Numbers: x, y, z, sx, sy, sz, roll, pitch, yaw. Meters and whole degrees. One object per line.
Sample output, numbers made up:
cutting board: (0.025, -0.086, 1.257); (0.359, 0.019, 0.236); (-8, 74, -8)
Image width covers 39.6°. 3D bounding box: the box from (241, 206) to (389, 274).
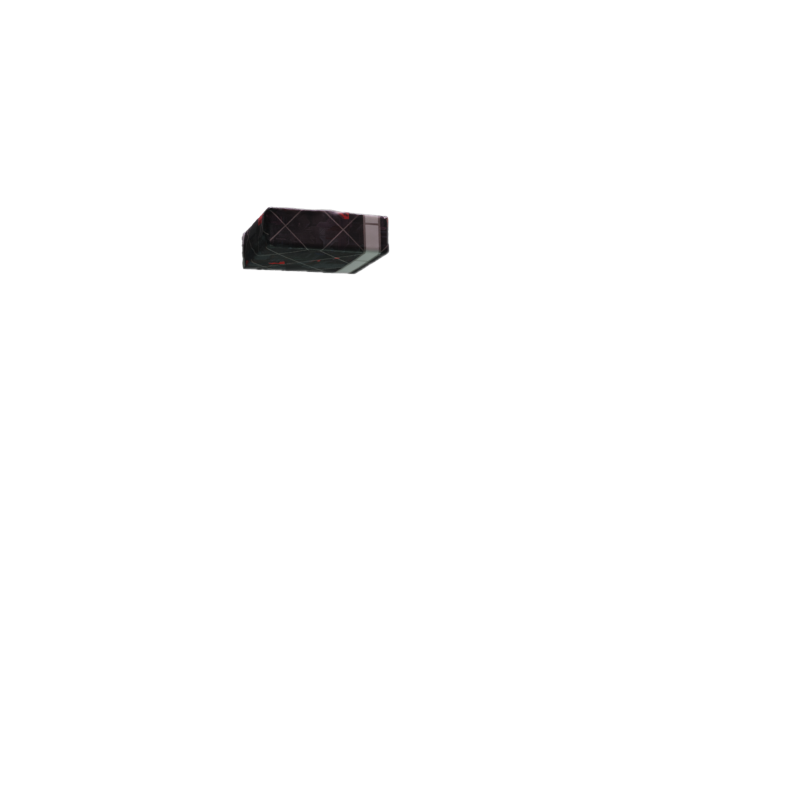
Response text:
box: (-0.061, -0.111, 0.780); (0.087, 0.031, 0.073); (2, -8, -18)
